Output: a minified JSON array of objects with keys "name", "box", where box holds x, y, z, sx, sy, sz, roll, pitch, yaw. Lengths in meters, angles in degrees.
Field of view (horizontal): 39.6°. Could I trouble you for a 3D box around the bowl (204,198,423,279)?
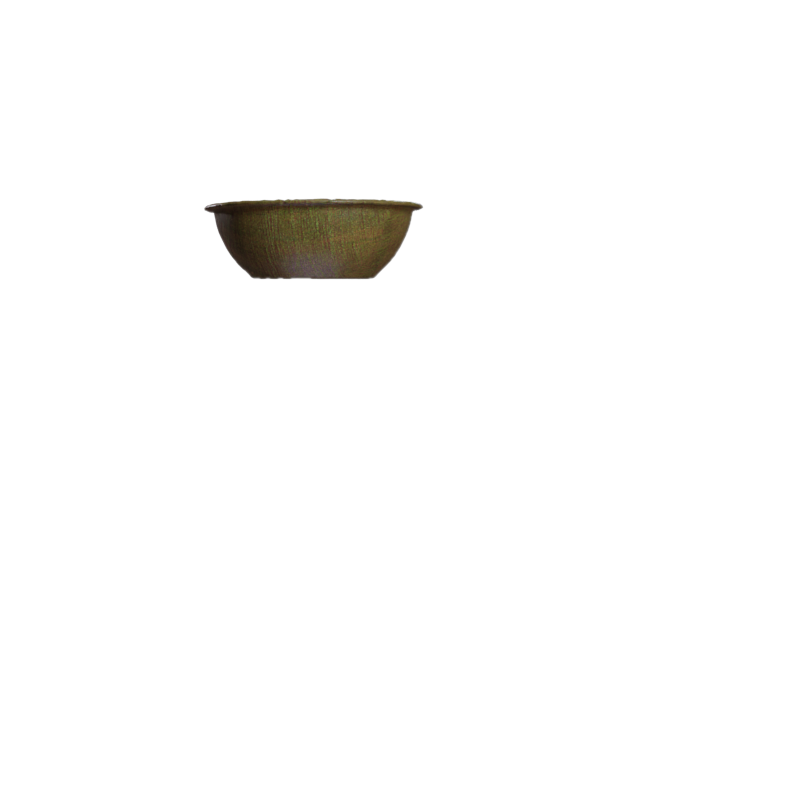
[{"name":"bowl","box":[-0.064,-0.117,0.822,0.162,0.055,0.163,0,6,-2]}]
